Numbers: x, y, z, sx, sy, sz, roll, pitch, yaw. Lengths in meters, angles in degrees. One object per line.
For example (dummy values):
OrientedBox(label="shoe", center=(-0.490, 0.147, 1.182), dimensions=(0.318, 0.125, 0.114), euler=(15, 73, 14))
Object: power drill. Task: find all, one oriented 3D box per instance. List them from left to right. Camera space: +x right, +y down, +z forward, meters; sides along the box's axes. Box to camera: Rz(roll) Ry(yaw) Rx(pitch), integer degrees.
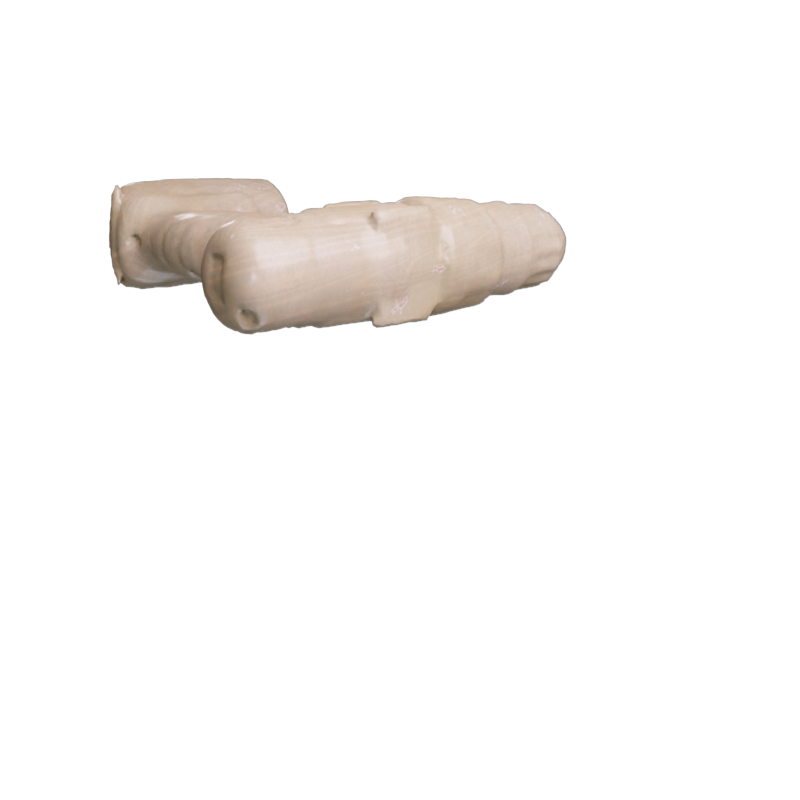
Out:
OrientedBox(label="power drill", center=(-0.042, -0.076, 0.531), dimensions=(0.179, 0.056, 0.197), euler=(-9, 15, -36))
